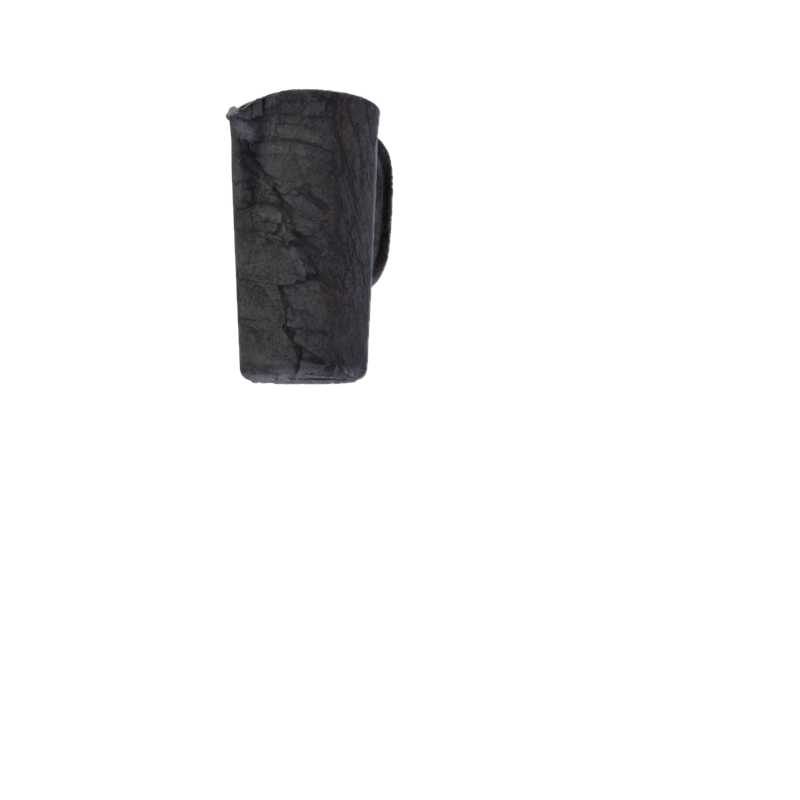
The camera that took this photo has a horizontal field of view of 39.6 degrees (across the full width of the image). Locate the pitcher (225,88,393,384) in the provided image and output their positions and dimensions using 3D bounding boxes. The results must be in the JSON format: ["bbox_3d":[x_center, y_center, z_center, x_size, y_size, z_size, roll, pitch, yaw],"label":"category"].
[{"bbox_3d":[-0.075,-0.137,0.960,0.149,0.248,0.142,0,-7,-3],"label":"pitcher"}]
